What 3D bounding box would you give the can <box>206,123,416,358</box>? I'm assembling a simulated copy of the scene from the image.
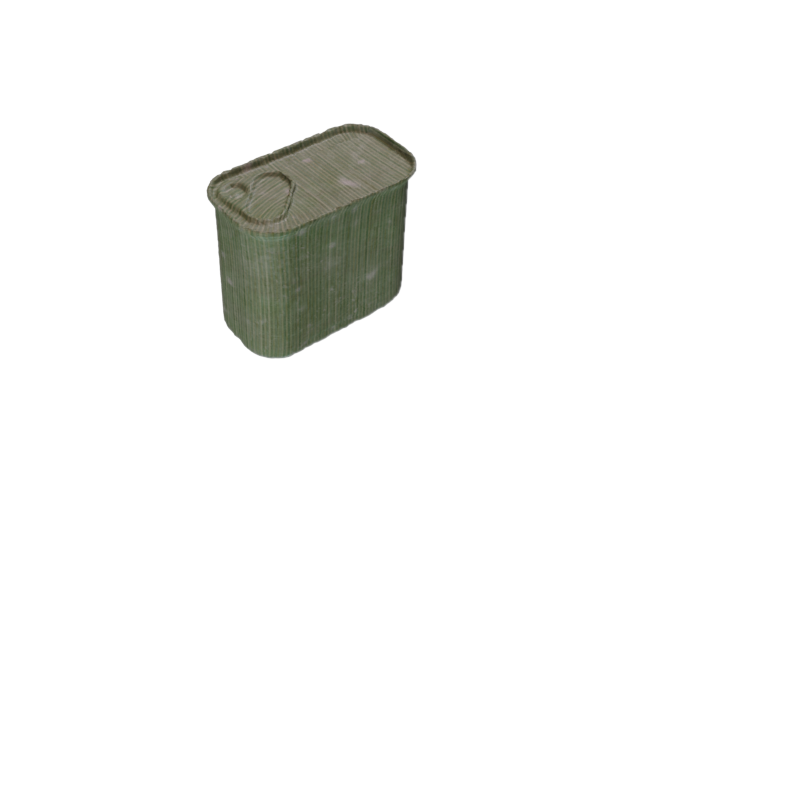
[{"bbox_3d":[-0.044,-0.080,0.559,0.102,0.078,0.062,-28,51,-28],"label":"can"}]
